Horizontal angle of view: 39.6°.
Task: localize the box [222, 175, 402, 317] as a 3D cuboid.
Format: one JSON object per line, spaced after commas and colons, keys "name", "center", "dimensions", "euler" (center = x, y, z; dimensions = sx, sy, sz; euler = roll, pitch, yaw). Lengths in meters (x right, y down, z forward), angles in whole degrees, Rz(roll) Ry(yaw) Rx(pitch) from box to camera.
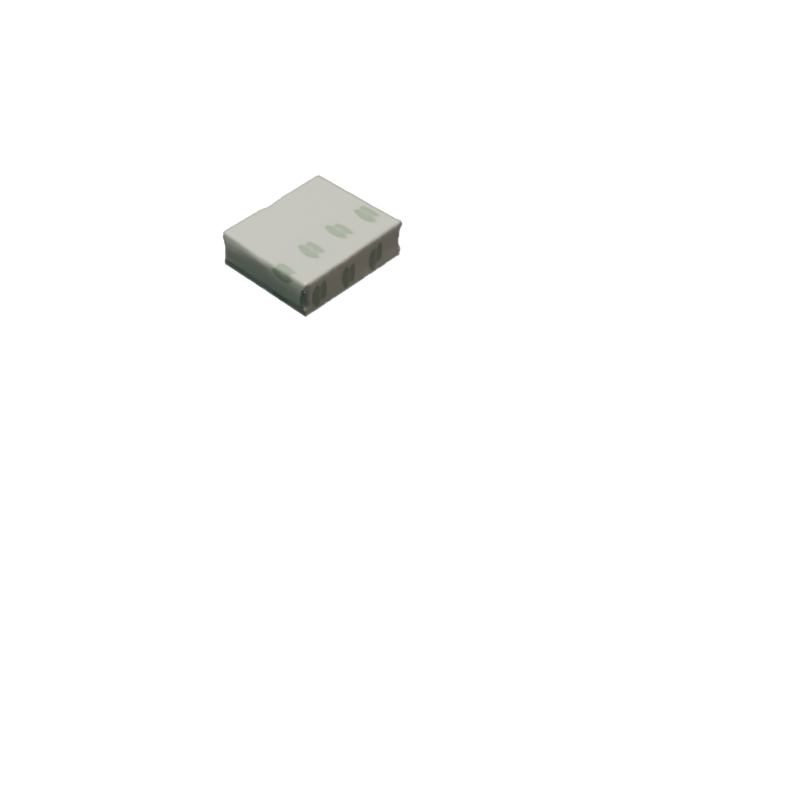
{"name": "box", "center": [-0.054, -0.099, 0.694], "dimensions": [0.078, 0.028, 0.090], "euler": [32, 52, 29]}
